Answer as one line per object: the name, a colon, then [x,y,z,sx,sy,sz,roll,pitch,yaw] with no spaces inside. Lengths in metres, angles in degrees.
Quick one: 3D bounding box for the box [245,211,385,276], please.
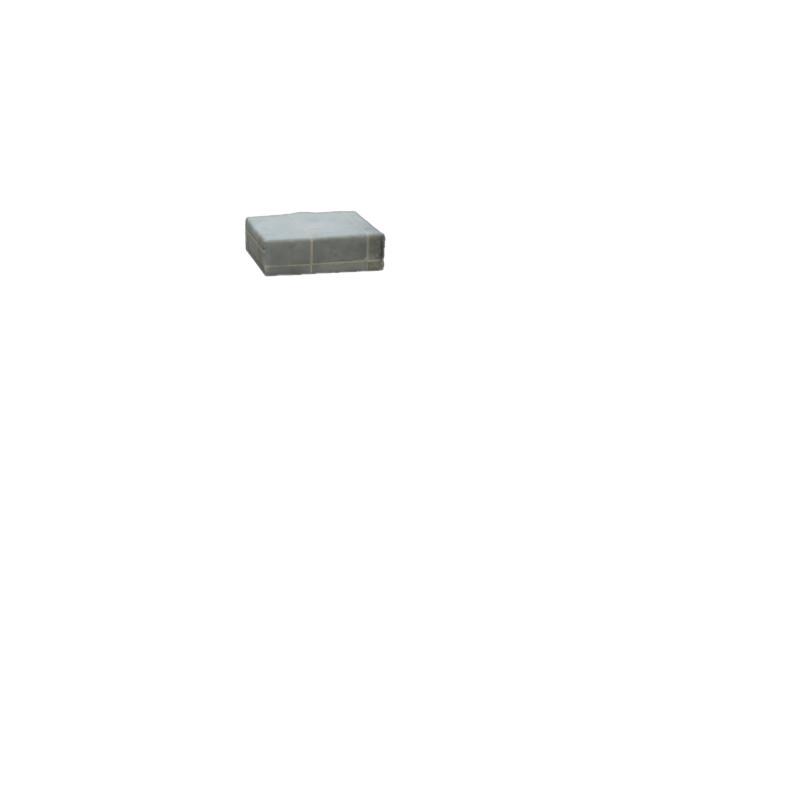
box: [-0.063,-0.115,0.805,0.088,0.029,0.077,-6,22,-14]
